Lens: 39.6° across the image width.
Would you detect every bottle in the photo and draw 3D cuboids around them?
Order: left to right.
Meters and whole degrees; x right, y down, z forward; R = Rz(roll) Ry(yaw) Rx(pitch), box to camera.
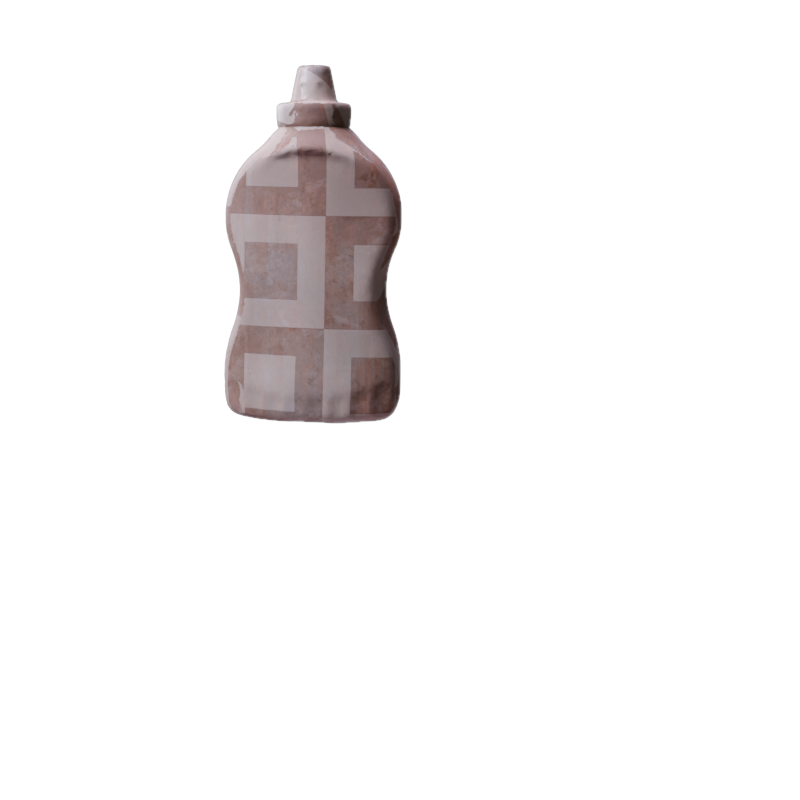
[{"bbox_3d":[-0.048,-0.087,0.610,0.097,0.189,0.058,1,5,10],"label":"bottle"}]
